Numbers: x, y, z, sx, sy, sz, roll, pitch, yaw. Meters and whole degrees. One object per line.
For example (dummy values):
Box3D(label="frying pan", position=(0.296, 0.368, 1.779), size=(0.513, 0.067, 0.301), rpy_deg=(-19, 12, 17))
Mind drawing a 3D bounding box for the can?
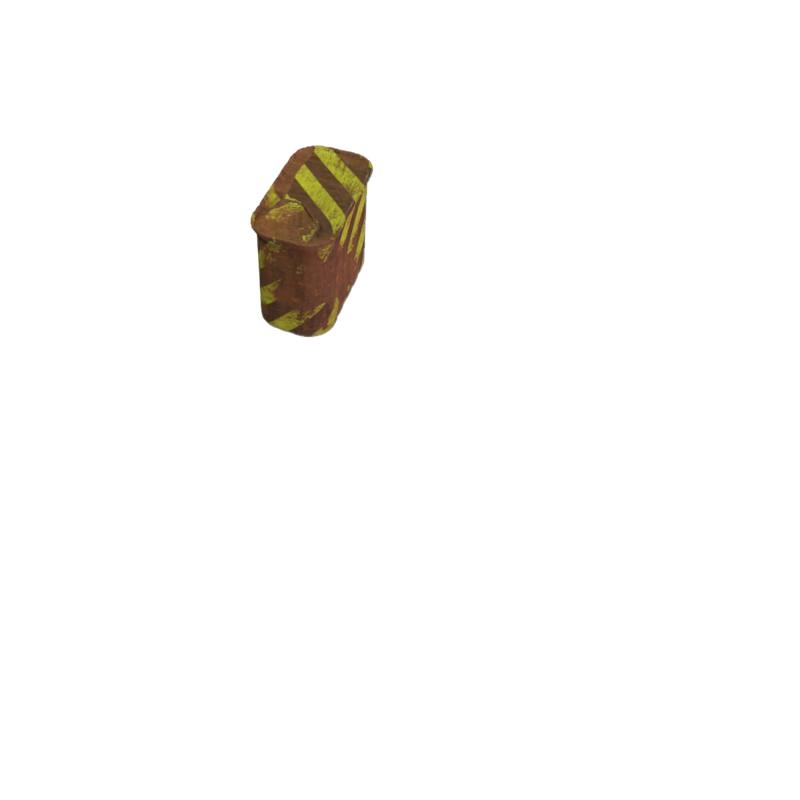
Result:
Box3D(label="can", position=(-0.058, -0.105, 0.736), size=(0.059, 0.078, 0.107), rpy_deg=(14, 46, 11))
